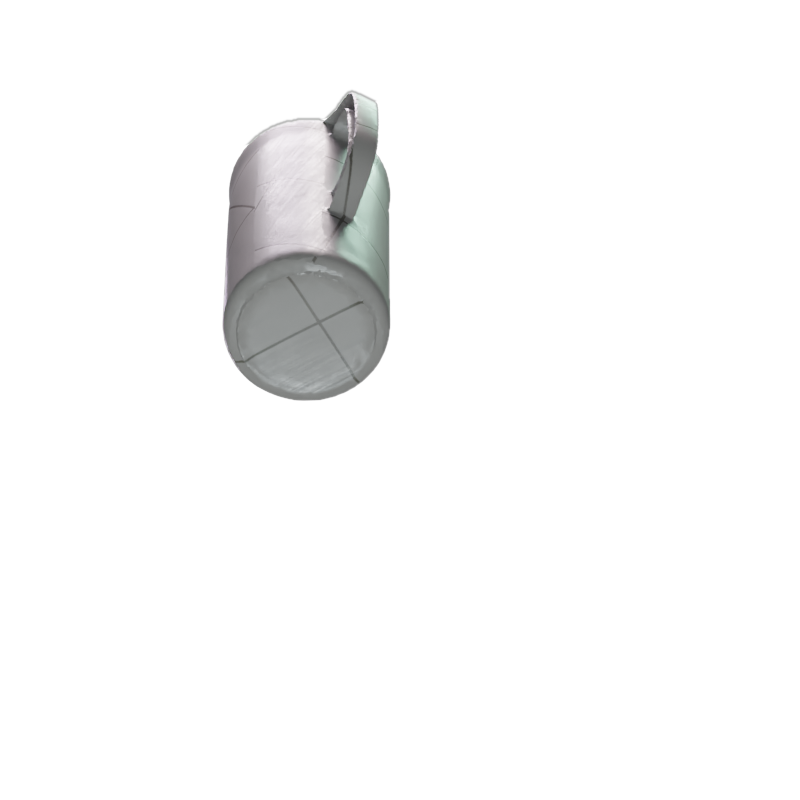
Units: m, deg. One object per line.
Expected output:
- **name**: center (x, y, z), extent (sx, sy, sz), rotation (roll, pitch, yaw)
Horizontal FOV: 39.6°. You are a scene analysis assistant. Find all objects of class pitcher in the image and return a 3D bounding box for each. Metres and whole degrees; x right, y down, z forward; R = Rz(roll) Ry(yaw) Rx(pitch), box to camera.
- **pitcher**: center (-0.063, -0.115, 0.806), extent (0.145, 0.140, 0.258), rotation (-17, 29, 6)
